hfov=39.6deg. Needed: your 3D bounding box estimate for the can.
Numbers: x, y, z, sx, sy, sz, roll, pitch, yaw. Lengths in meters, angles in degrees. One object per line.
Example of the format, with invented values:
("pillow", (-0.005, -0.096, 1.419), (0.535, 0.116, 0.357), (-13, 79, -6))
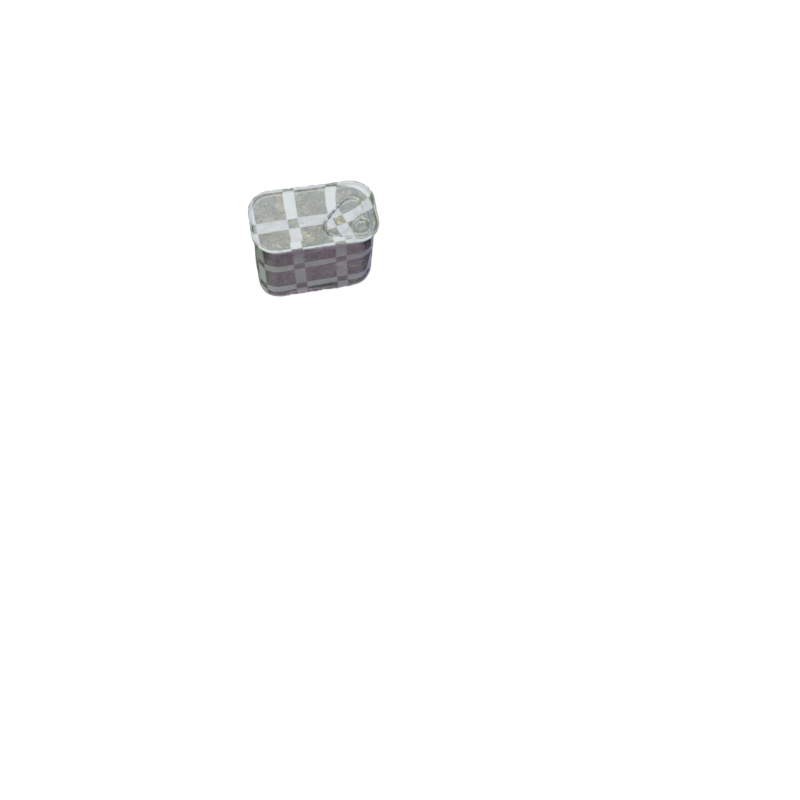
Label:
("can", (-0.071, -0.130, 0.911), (0.101, 0.061, 0.079), (-8, -24, -6))
